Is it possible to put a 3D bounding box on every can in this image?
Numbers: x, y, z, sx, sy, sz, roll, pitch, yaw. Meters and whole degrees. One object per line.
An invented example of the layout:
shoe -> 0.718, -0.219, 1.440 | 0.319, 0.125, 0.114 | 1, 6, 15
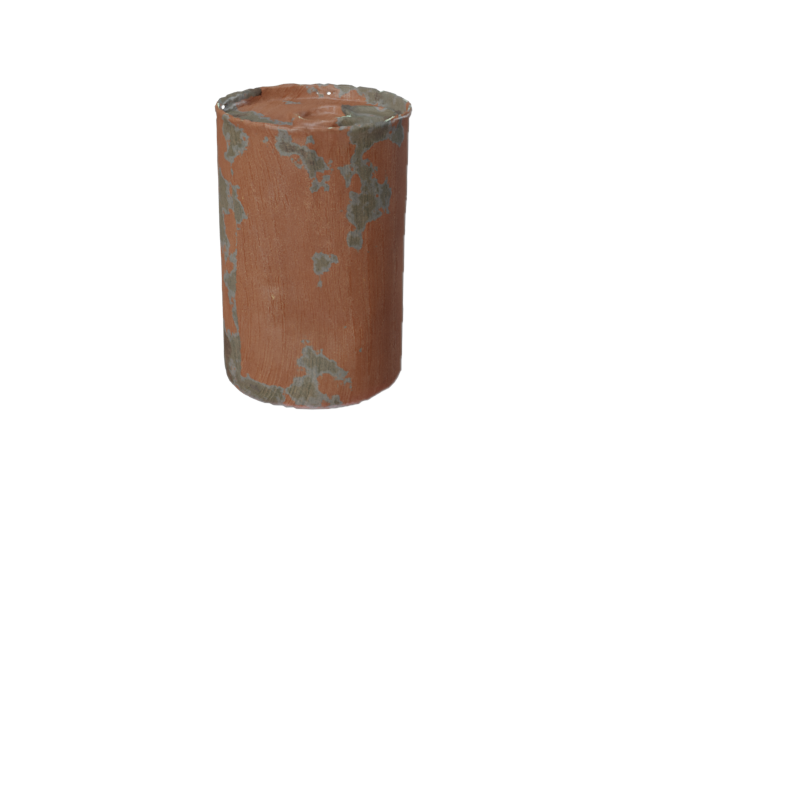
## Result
can -> -0.031, -0.057, 0.399 | 0.068, 0.097, 0.072 | 0, 23, -2
